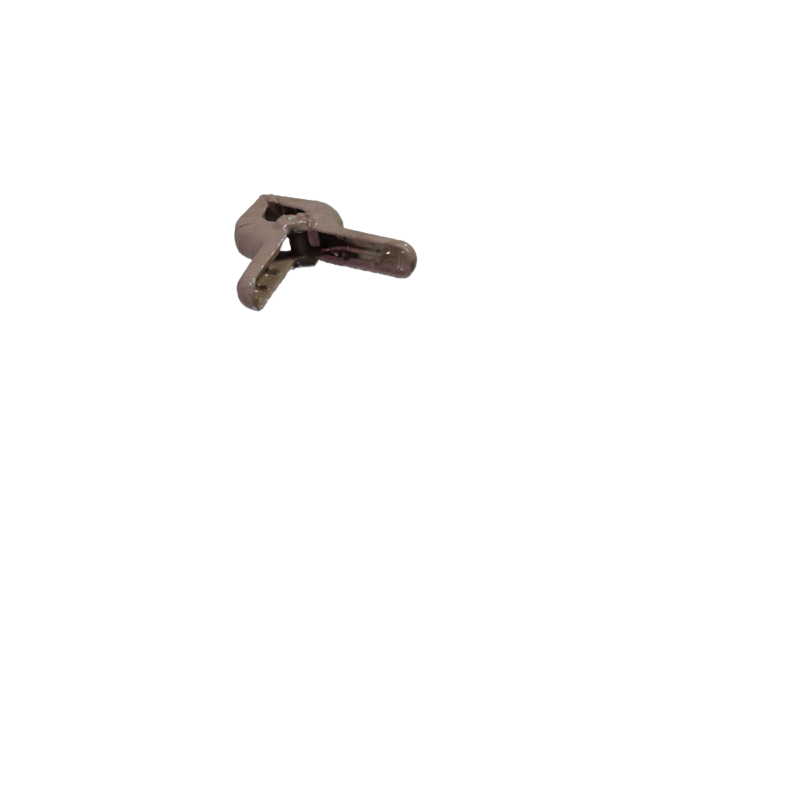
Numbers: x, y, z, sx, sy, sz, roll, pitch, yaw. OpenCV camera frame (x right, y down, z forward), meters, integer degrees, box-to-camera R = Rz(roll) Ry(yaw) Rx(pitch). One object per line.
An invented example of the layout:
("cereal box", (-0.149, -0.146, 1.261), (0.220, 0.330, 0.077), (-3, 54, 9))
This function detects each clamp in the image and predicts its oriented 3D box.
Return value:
("clamp", (-0.061, -0.111, 0.778), (0.119, 0.037, 0.183), (-5, 29, -10))
